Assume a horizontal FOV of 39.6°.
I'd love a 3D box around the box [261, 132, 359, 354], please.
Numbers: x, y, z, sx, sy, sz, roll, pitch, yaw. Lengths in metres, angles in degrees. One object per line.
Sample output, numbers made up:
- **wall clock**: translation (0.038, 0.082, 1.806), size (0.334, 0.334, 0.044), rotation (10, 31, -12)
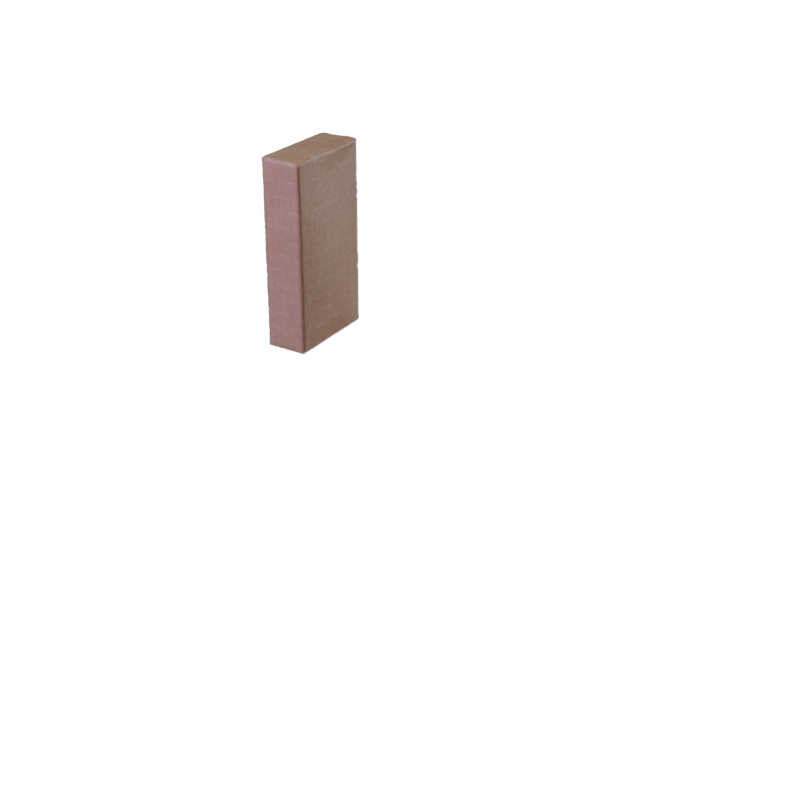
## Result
- **box**: translation (-0.077, -0.140, 0.984), size (0.050, 0.167, 0.094), rotation (15, 28, 28)
